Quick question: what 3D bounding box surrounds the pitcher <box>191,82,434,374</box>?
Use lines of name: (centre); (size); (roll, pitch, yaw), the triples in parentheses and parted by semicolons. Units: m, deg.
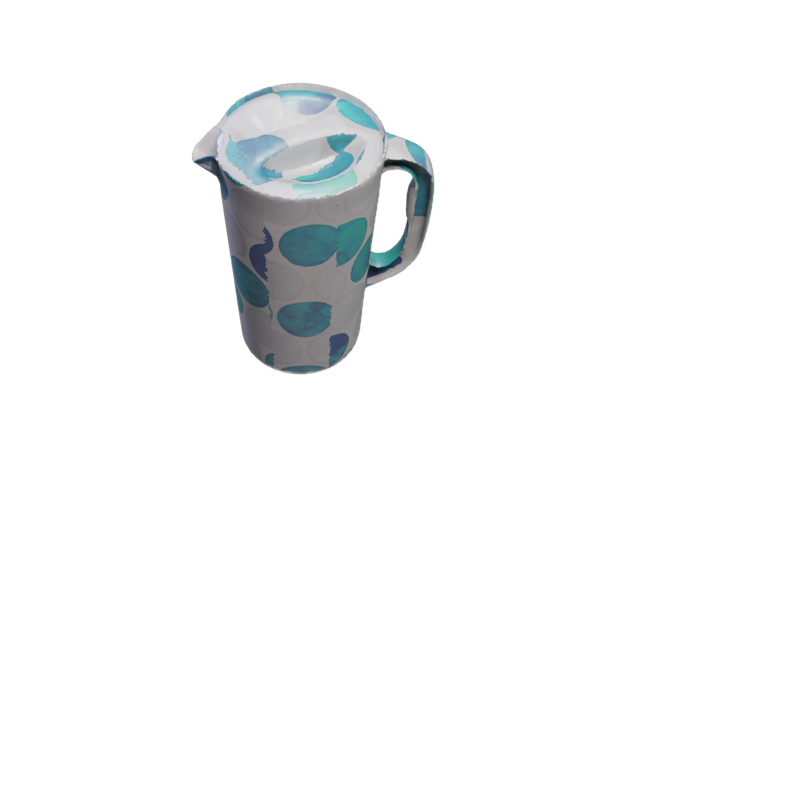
pitcher: (-0.072, -0.132, 0.924); (0.158, 0.227, 0.146); (37, 58, 24)
